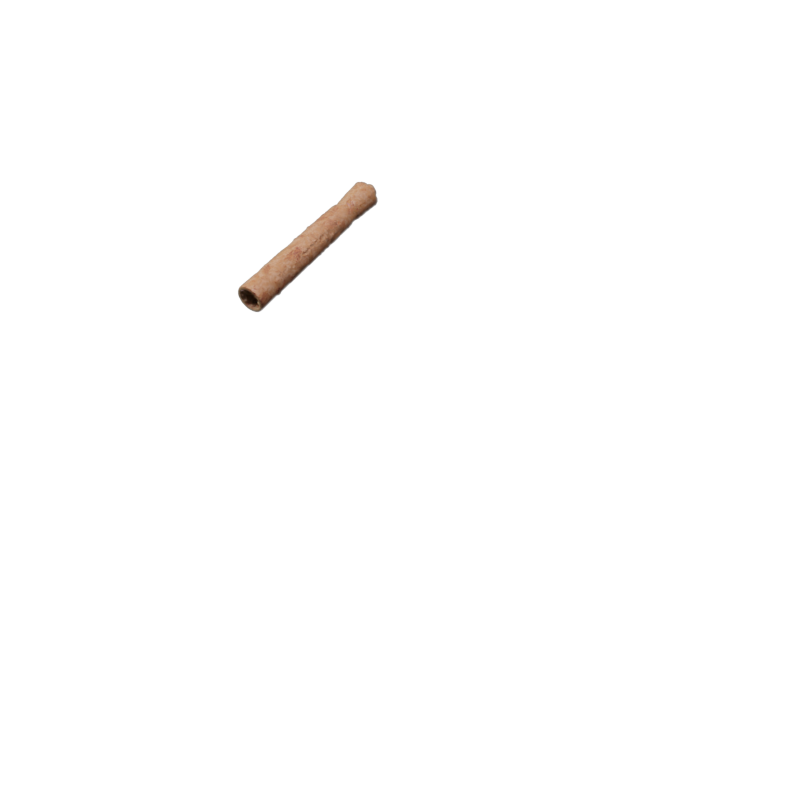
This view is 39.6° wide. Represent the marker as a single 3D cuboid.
[{"bbox_3d":[-0.053,-0.096,0.675,0.021,0.019,0.123,3,40,44],"label":"marker"}]
